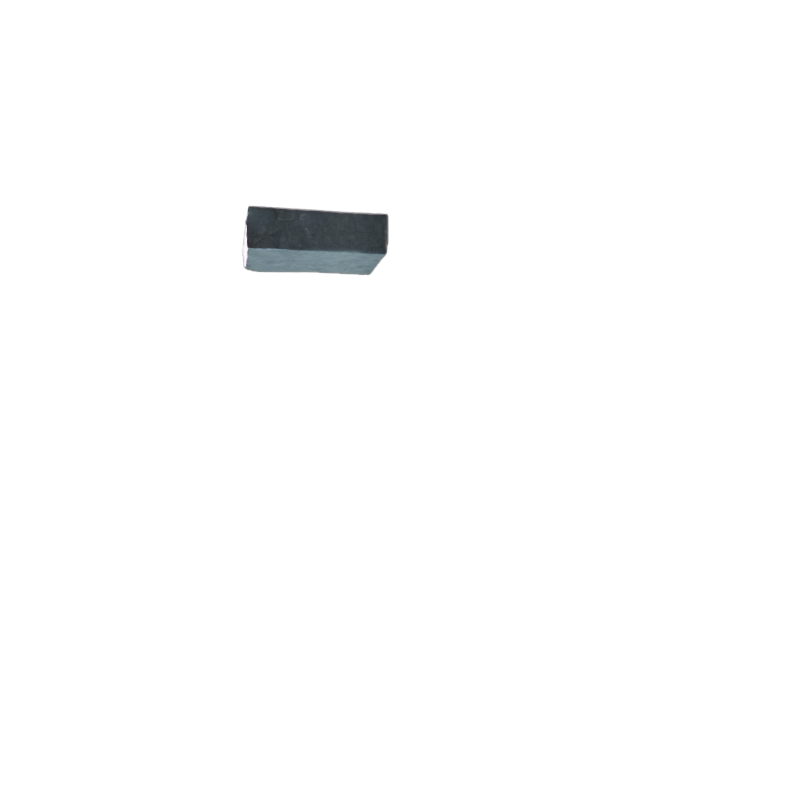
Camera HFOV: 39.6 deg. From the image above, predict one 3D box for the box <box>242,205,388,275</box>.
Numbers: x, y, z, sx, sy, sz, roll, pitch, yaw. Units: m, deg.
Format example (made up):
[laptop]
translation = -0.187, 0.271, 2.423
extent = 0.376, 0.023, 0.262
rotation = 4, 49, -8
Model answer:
[box]
translation = -0.070, -0.128, 0.900
extent = 0.112, 0.040, 0.089
rotation = 1, -6, -7
